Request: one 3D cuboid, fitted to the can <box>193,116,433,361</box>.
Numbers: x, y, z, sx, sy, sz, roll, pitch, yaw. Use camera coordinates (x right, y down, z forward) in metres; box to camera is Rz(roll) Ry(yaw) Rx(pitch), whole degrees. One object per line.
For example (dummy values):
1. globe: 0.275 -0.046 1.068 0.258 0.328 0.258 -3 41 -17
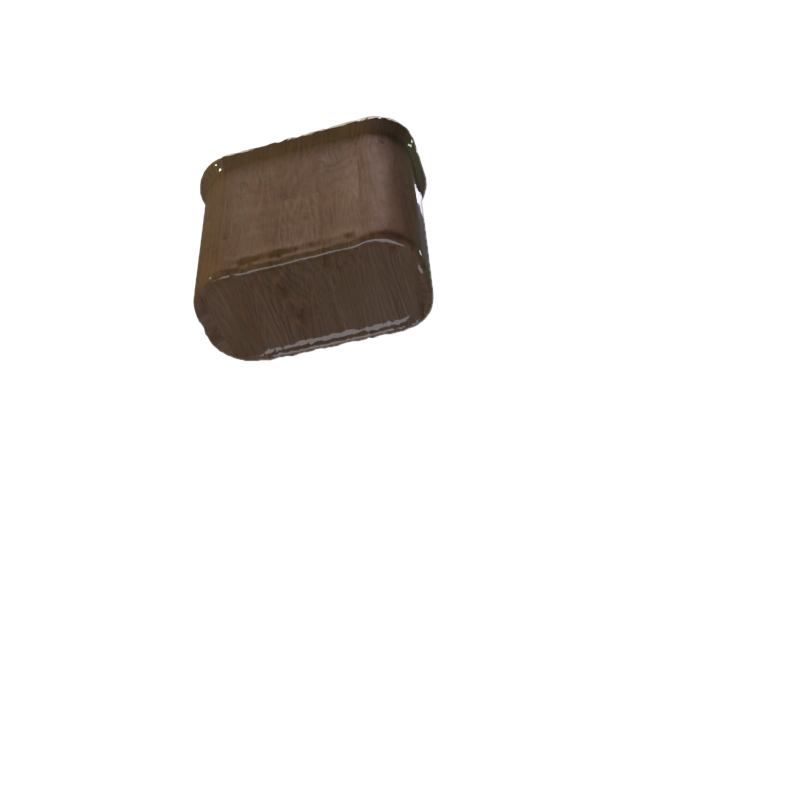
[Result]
1. can: -0.038 -0.068 0.480 0.103 0.053 0.090 -13 42 10
